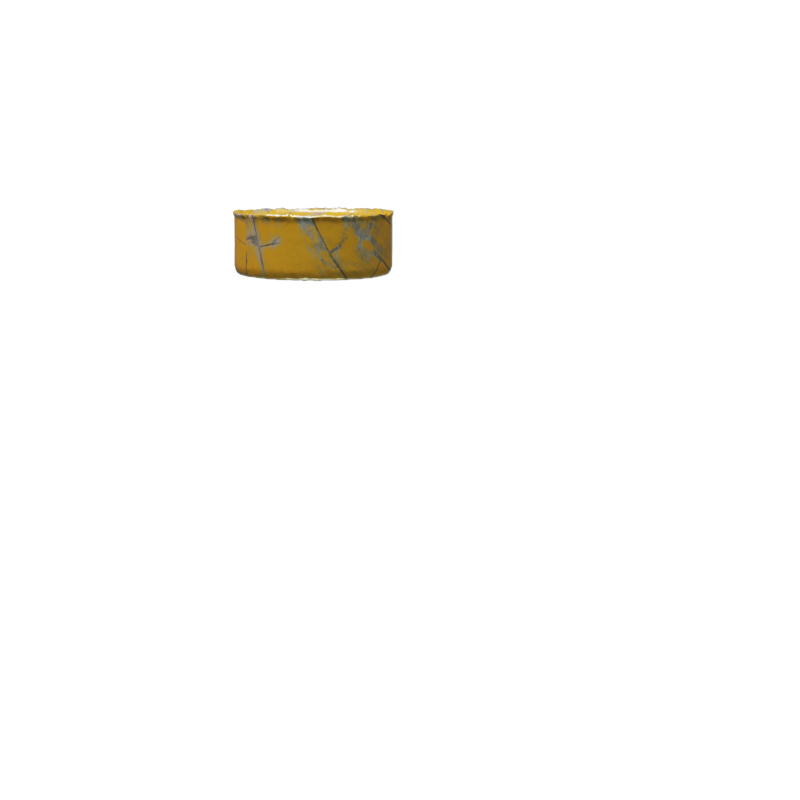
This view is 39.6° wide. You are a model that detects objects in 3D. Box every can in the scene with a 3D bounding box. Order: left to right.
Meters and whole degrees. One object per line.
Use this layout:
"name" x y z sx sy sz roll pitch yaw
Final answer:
"can" -0.046 -0.085 0.592 0.086 0.033 0.088 0 11 -2
